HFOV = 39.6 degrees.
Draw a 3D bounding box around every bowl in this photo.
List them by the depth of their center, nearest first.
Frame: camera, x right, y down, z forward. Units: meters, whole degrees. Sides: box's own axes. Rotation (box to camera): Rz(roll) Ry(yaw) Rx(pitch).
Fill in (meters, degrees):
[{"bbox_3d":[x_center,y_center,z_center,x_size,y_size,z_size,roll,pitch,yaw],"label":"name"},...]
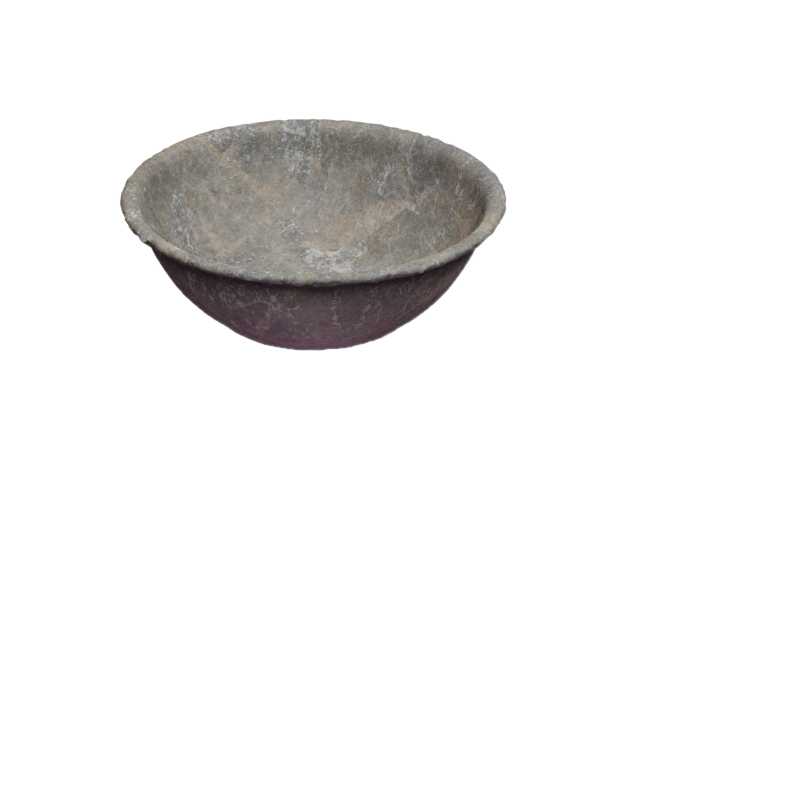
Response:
[{"bbox_3d":[-0.038,-0.069,0.481,0.162,0.052,0.173,-1,33,-2],"label":"bowl"}]
